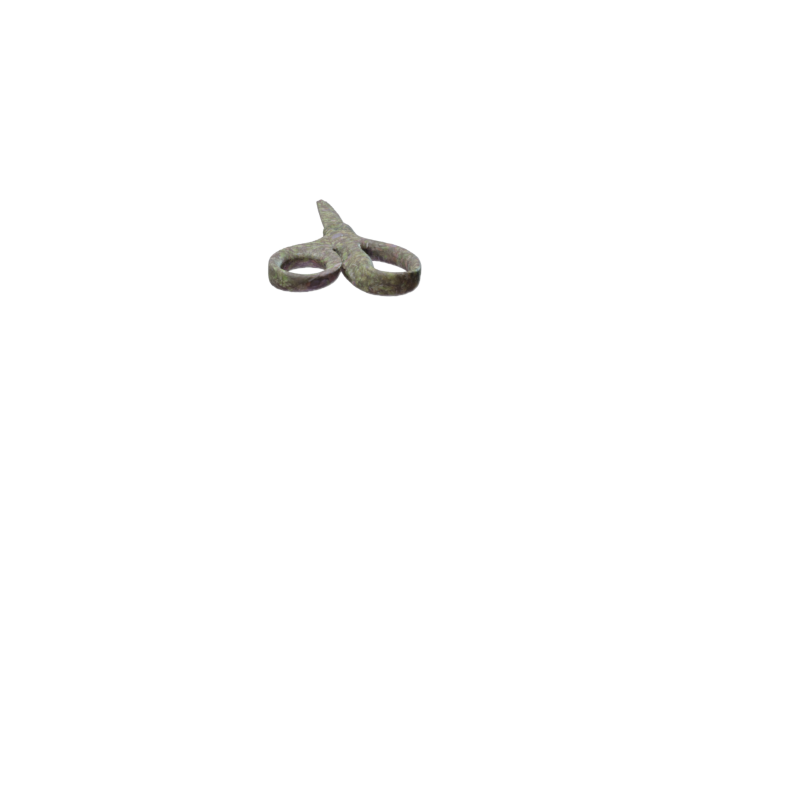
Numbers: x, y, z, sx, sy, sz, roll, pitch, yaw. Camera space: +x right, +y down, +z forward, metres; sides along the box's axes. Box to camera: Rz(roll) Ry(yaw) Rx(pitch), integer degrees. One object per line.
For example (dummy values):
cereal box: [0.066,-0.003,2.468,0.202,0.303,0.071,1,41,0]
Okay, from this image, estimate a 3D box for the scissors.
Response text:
scissors: [-0.054,-0.099,0.696,0.094,0.015,0.215,-9,24,-22]
